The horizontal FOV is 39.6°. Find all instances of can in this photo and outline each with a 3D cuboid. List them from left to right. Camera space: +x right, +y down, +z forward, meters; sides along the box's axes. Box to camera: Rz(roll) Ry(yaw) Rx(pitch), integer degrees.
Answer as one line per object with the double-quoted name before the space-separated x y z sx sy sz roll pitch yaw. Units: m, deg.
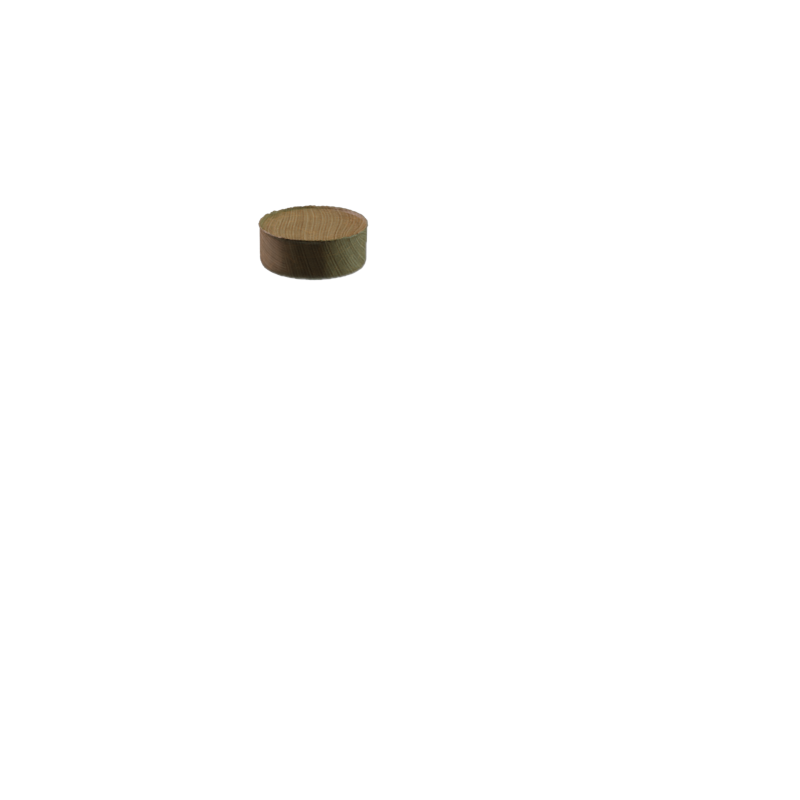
"can" -0.068 -0.124 0.870 0.086 0.032 0.090 -1 26 -2
